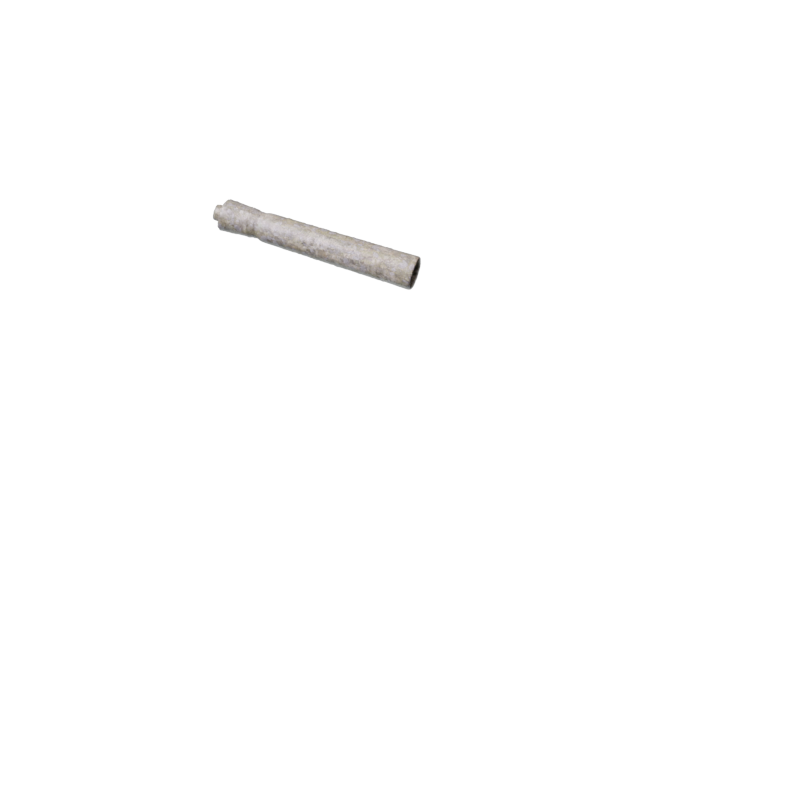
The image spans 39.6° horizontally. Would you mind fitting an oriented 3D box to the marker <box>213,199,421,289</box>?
[{"bbox_3d":[-0.048,-0.088,0.617,0.125,0.019,0.019,19,8,15],"label":"marker"}]
